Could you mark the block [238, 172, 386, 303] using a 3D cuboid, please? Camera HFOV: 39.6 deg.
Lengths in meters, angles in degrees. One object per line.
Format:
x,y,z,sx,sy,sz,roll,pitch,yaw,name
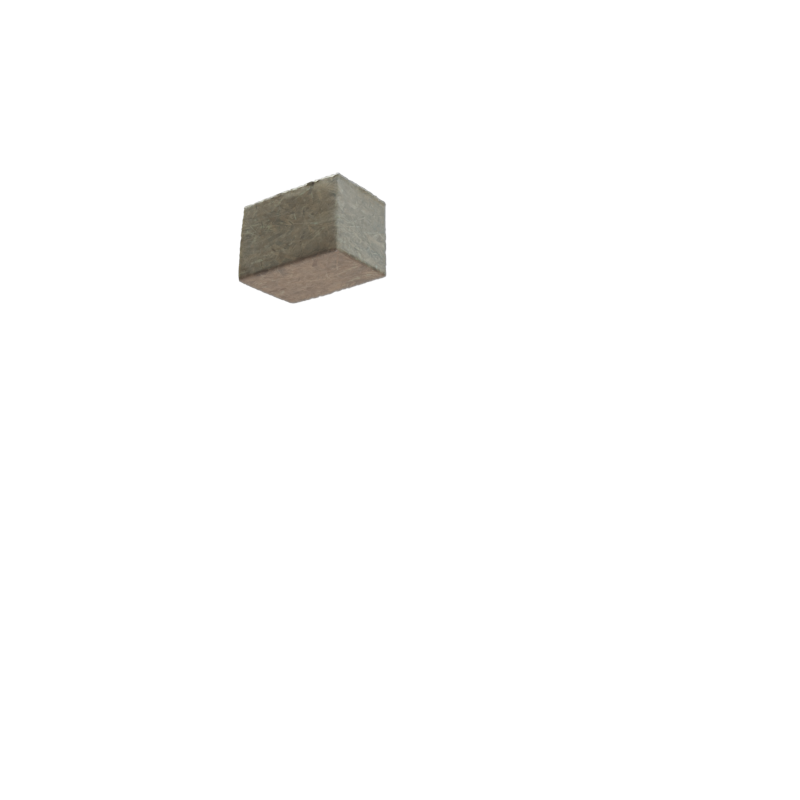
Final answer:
-0.054,-0.098,0.685,0.079,0.054,0.049,-14,-24,33,block
